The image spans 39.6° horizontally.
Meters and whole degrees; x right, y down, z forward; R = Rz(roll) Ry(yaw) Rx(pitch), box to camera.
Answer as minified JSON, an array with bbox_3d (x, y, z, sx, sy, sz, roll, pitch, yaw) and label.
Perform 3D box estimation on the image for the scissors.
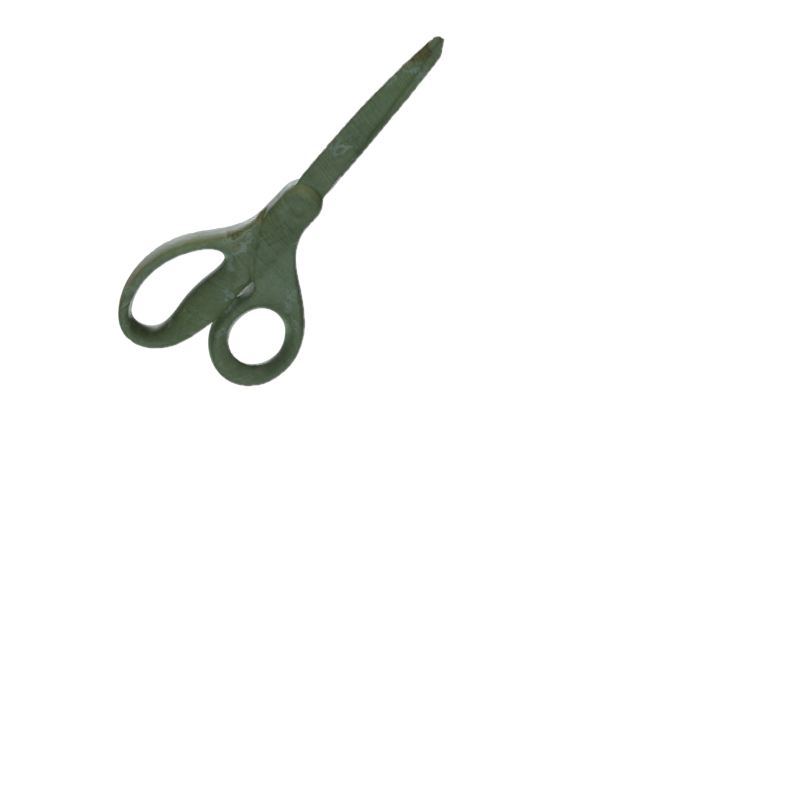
[{"bbox_3d":[-0.039,-0.072,0.503,0.201,0.090,0.017,-30,29,19],"label":"scissors"}]
